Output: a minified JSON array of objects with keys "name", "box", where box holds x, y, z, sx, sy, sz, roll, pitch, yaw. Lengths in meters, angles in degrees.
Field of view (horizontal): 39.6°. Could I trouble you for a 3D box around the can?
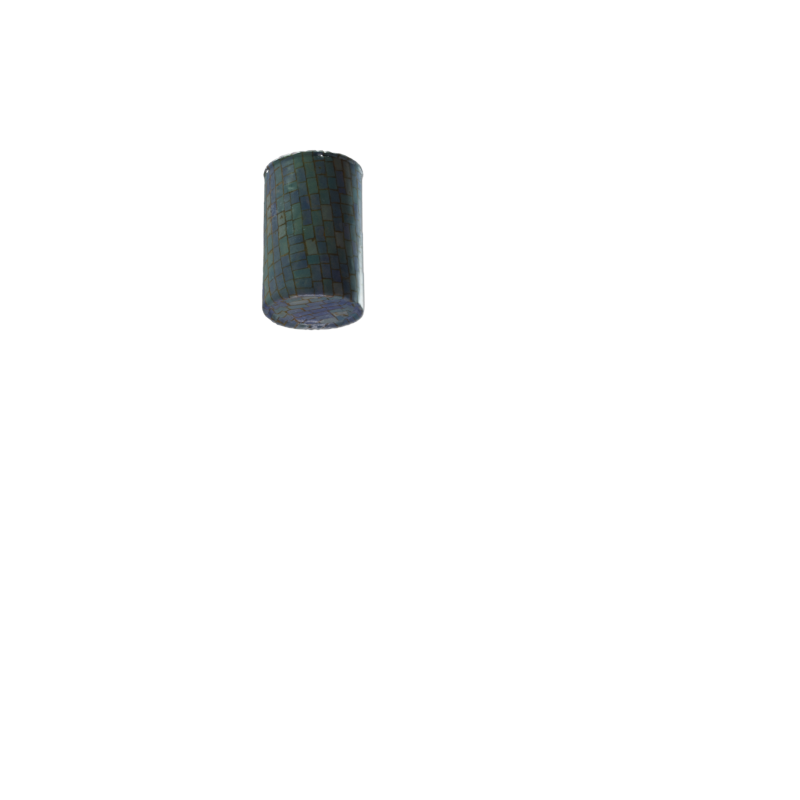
[{"name":"can","box":[-0.058,-0.105,0.735,0.068,0.108,0.065,0,-21,-2]}]
